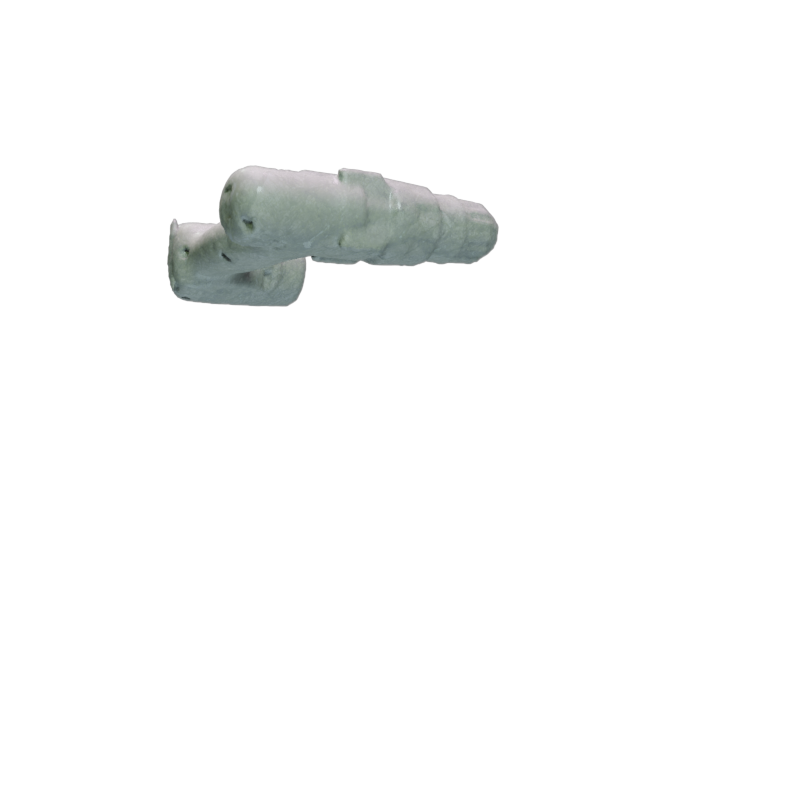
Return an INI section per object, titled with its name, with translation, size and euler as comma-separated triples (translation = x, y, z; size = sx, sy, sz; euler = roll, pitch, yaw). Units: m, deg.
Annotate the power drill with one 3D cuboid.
[power drill]
translation = -0.056, -0.103, 0.719
size = 0.177, 0.059, 0.190
euler = 5, -9, -31
